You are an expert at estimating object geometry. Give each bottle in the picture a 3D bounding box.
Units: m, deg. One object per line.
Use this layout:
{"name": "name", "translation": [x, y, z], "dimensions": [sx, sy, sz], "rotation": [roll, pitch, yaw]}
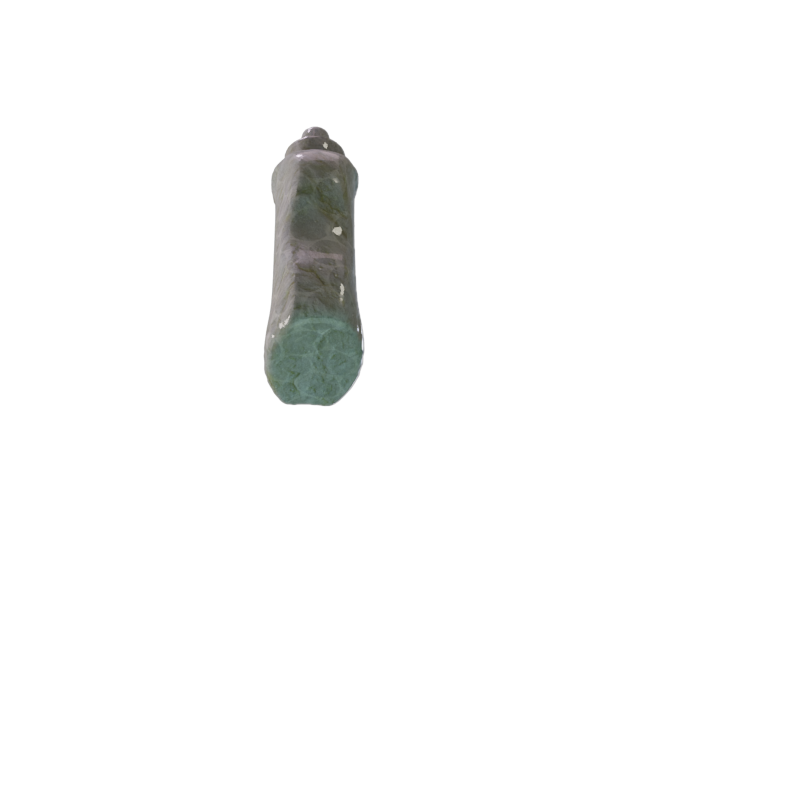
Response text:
{"name": "bottle", "translation": [-0.054, -0.100, 0.698], "dimensions": [0.058, 0.205, 0.090], "rotation": [1, -37, -5]}
